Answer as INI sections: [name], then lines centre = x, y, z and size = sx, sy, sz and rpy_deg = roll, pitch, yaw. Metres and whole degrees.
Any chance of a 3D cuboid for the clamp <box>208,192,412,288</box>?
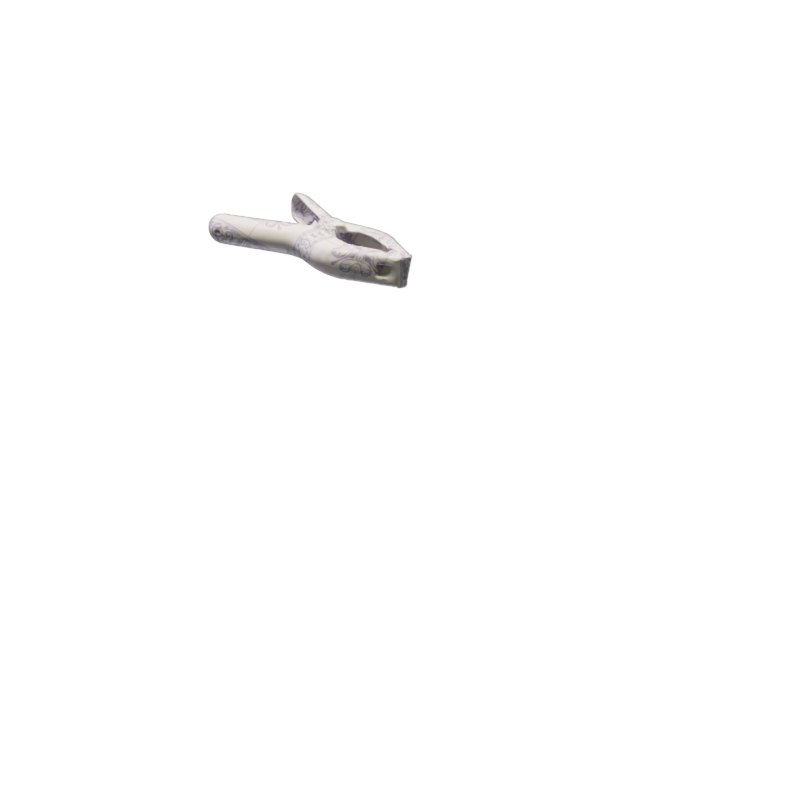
[clamp]
centre = -0.072, -0.130, 0.913
size = 0.119, 0.037, 0.183
rpy_deg = -24, 37, -37
